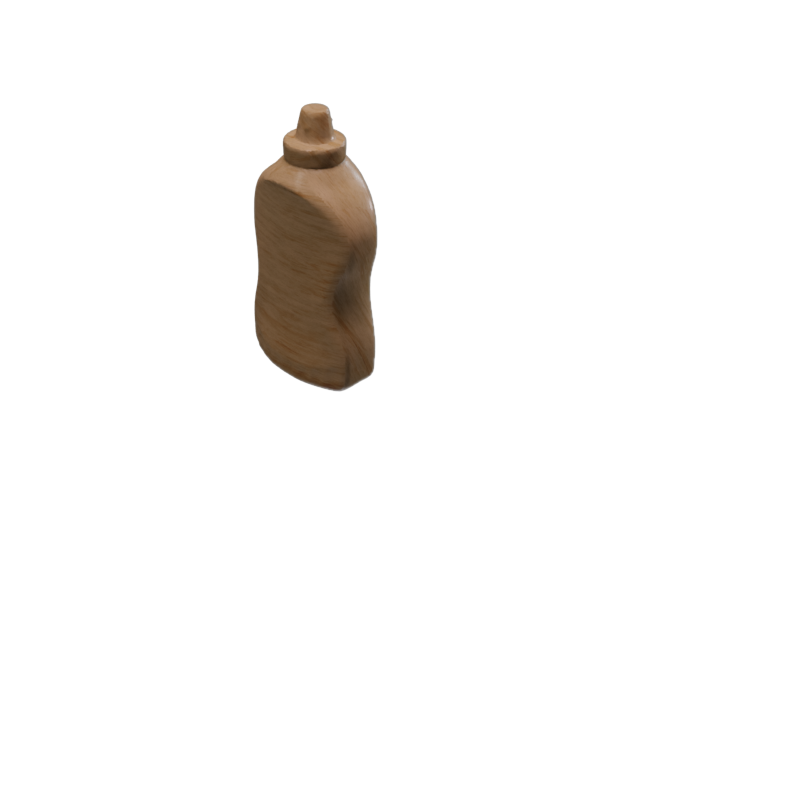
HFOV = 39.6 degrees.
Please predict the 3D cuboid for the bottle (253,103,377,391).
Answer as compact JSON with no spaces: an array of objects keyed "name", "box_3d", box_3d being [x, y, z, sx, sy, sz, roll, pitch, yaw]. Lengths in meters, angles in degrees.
[{"name":"bottle","box_3d":[-0.058,-0.106,0.743,0.058,0.180,0.103,-24,40,-36]}]
